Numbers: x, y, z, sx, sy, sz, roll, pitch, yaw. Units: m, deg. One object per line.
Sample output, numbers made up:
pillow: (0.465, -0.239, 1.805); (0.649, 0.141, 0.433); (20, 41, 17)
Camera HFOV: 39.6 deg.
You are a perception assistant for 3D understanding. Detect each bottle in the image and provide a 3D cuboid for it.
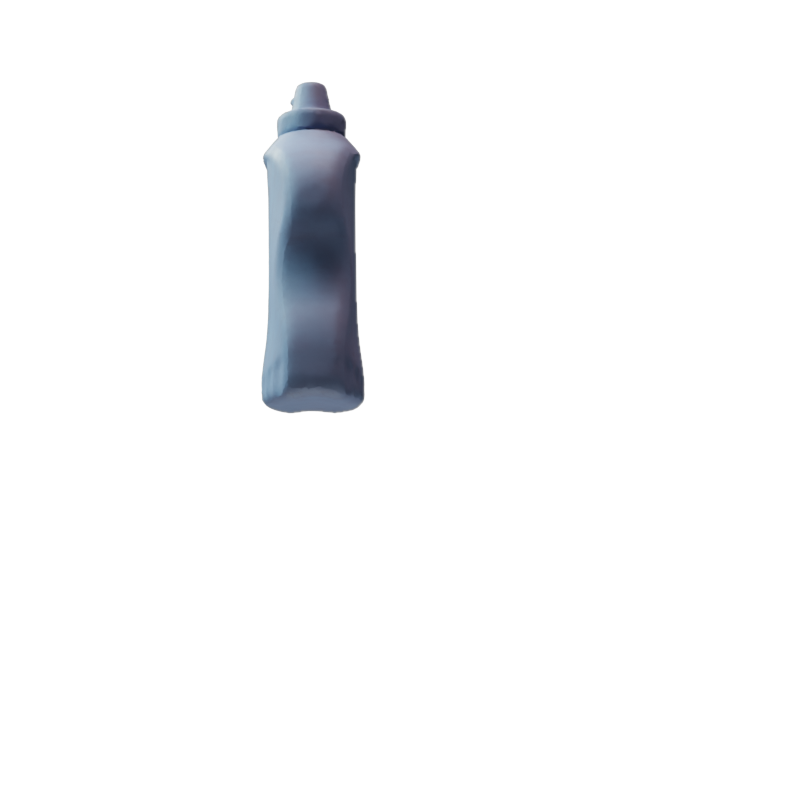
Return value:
bottle: (-0.051, -0.092, 0.643); (0.058, 0.198, 0.093); (-1, -12, -2)
